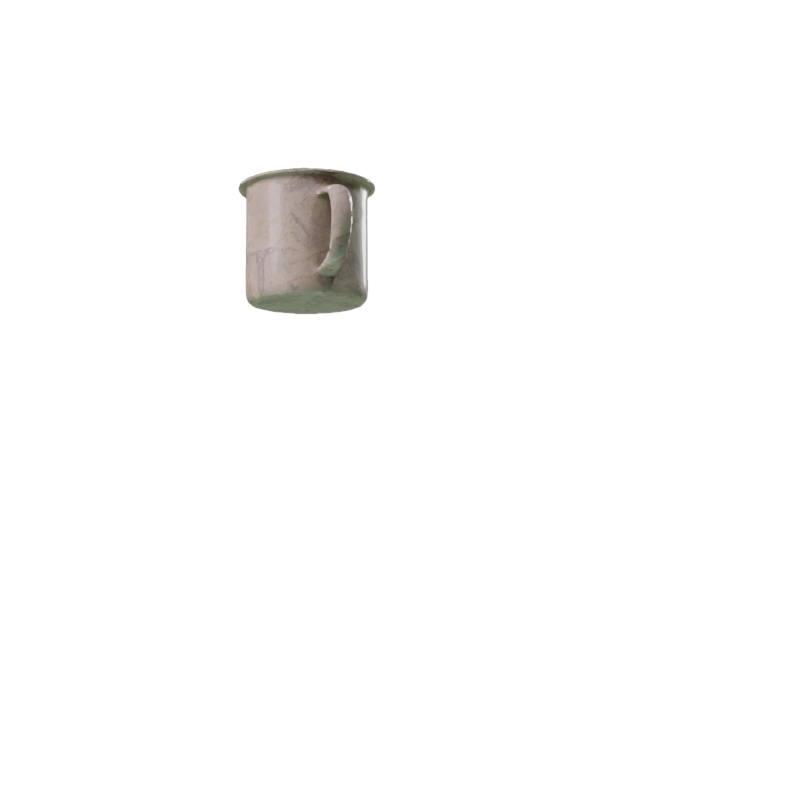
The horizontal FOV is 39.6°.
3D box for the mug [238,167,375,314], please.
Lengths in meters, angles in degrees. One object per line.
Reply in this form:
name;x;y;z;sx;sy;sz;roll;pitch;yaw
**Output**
mug;-0.057;-0.105;0.734;0.090;0.084;0.118;4;-9;-24
